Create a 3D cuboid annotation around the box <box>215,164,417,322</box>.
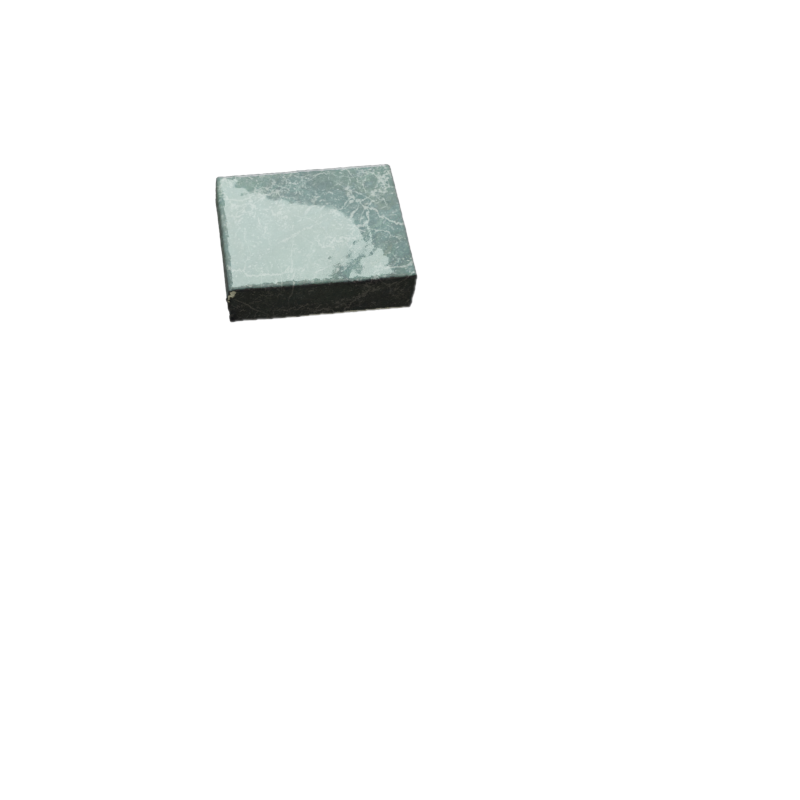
[{"bbox_3d":[-0.053,-0.096,0.674,0.113,0.097,0.036,-7,-36,-6],"label":"box"}]
